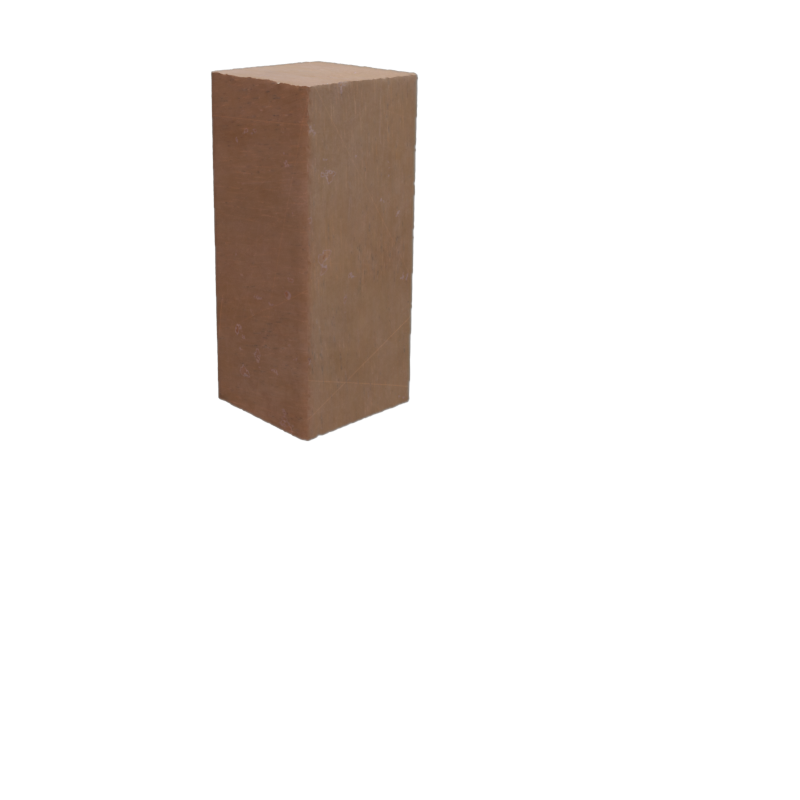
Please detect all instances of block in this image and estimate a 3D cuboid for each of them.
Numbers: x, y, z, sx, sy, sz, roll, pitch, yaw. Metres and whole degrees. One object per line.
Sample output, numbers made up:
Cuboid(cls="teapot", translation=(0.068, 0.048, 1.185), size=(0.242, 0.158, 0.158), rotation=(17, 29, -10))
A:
Cuboid(cls="block", translation=(-0.053, -0.096, 0.674), size=(0.089, 0.198, 0.096), rotation=(-16, 24, -42))
